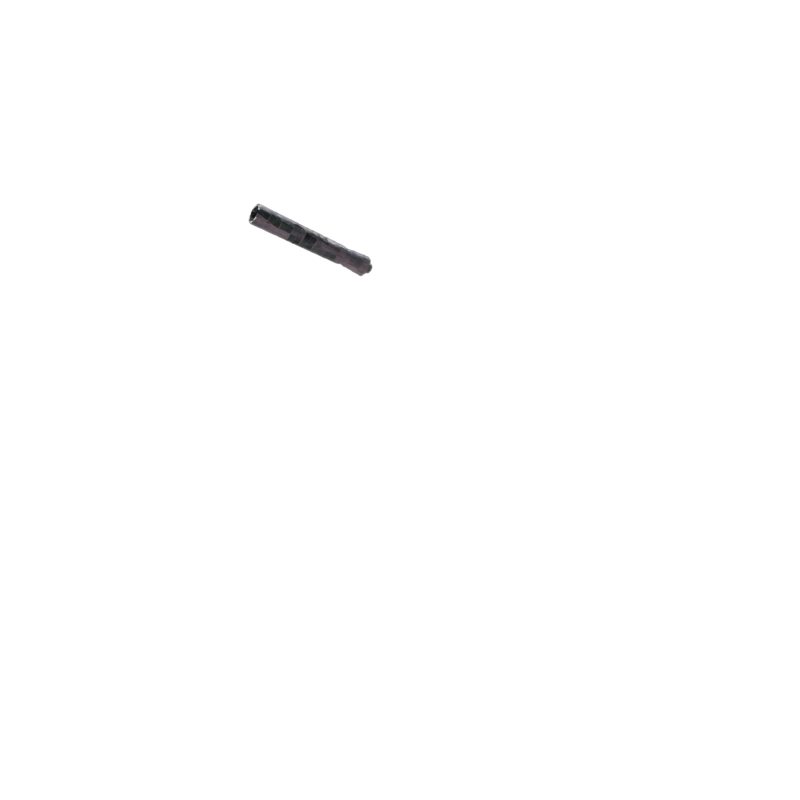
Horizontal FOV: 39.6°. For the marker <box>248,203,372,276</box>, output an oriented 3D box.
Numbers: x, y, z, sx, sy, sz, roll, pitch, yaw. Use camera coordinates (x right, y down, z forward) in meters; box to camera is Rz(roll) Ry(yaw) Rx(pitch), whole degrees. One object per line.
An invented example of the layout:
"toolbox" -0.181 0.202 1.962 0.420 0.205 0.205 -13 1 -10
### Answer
"marker" -0.075 -0.137 0.956 0.115 0.020 0.020 23 -7 -25
